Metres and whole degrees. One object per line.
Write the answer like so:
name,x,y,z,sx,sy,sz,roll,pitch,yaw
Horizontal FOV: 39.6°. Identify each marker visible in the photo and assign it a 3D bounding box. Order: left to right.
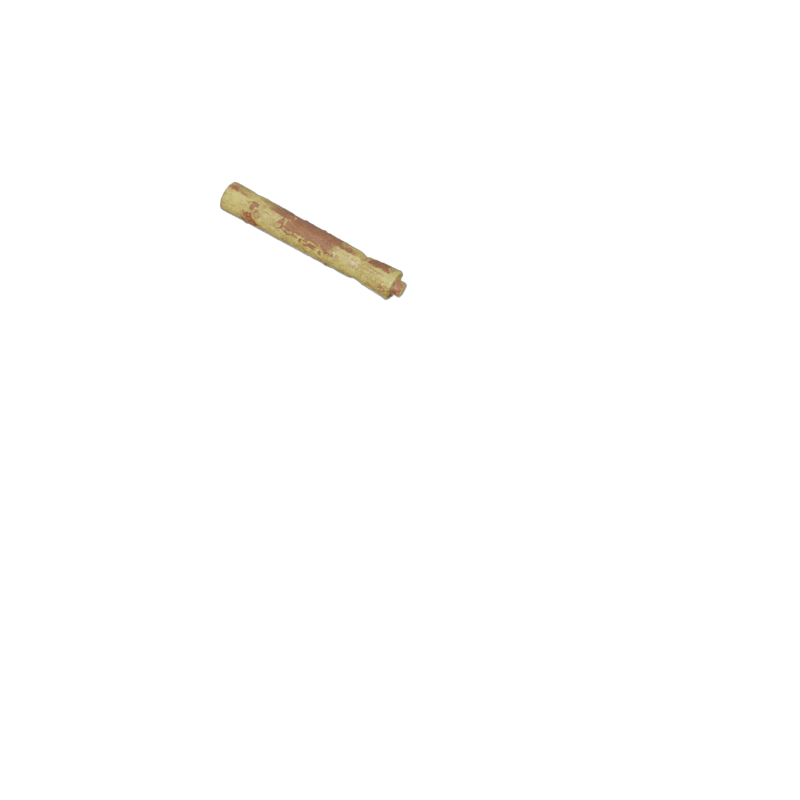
marker,-0.050,-0.092,0.644,0.125,0.019,0.019,30,12,16
